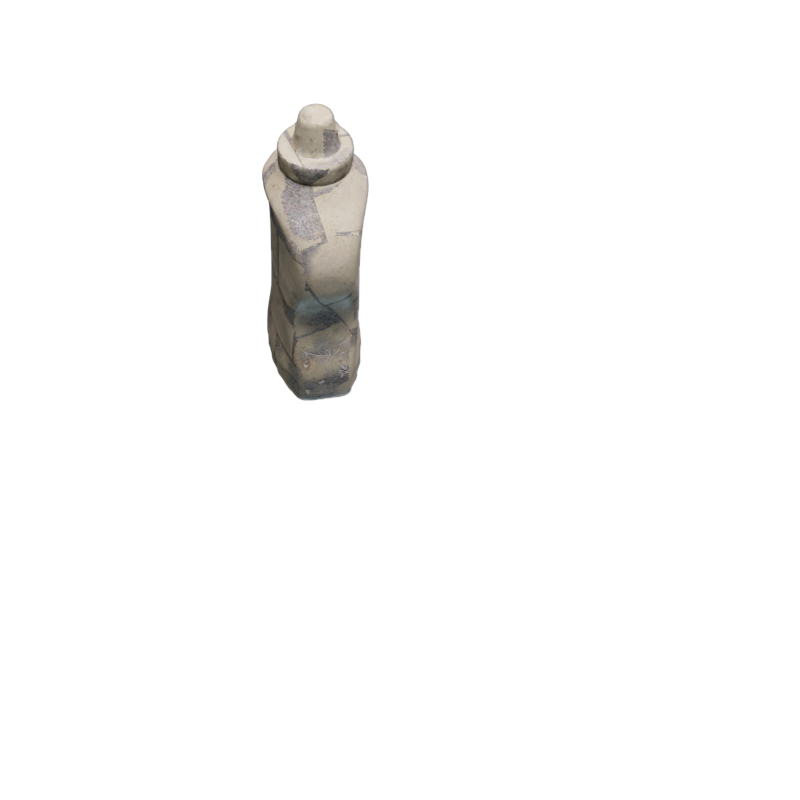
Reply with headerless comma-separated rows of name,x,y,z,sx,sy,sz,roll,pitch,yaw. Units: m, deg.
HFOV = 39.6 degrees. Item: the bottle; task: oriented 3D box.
bottle,-0.050,-0.091,0.640,0.058,0.104,0.179,-5,-39,-8
